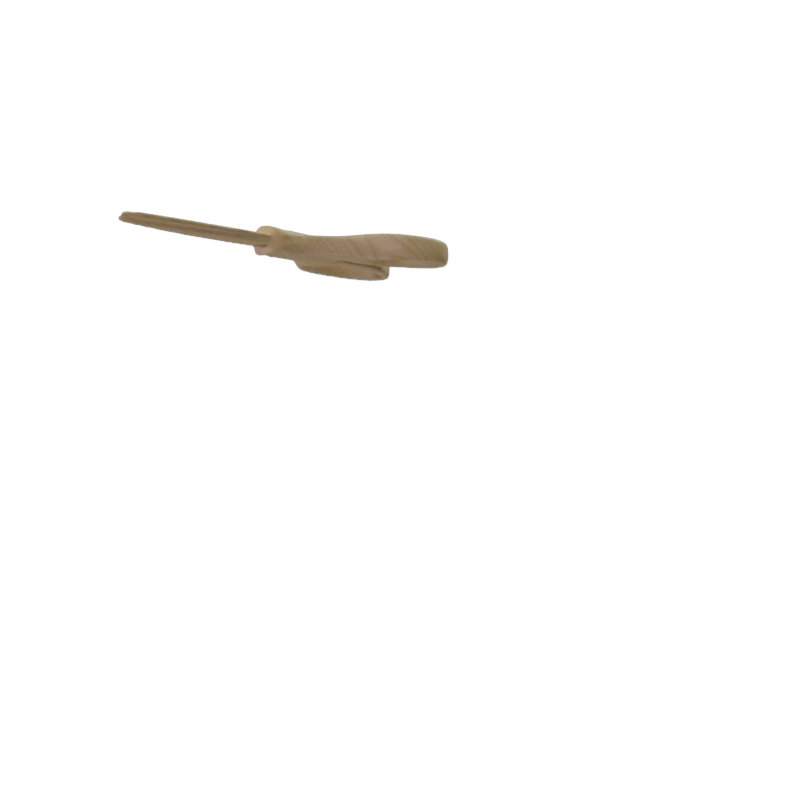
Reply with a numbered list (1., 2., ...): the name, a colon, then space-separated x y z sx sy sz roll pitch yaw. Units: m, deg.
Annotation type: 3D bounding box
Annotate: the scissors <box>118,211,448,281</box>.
1. scissors: -0.045 -0.082 0.574 0.099 0.016 0.193 -1 -2 26
